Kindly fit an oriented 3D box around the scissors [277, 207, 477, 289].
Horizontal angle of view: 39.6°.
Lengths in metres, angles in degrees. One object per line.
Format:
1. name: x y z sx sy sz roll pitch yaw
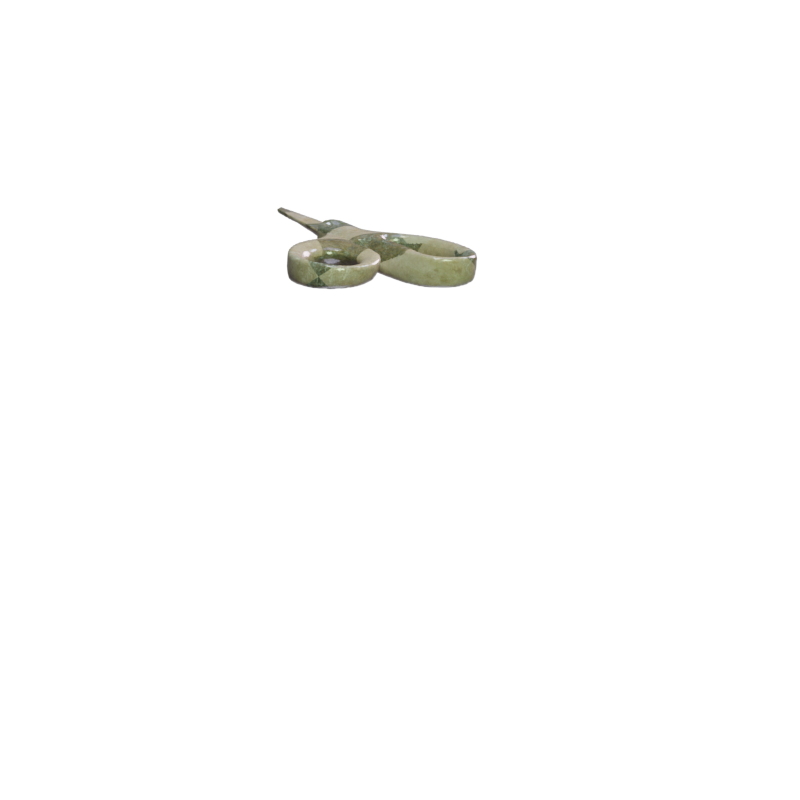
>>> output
1. scissors: -0.045 -0.082 0.576 0.094 0.015 0.214 -13 22 -34
